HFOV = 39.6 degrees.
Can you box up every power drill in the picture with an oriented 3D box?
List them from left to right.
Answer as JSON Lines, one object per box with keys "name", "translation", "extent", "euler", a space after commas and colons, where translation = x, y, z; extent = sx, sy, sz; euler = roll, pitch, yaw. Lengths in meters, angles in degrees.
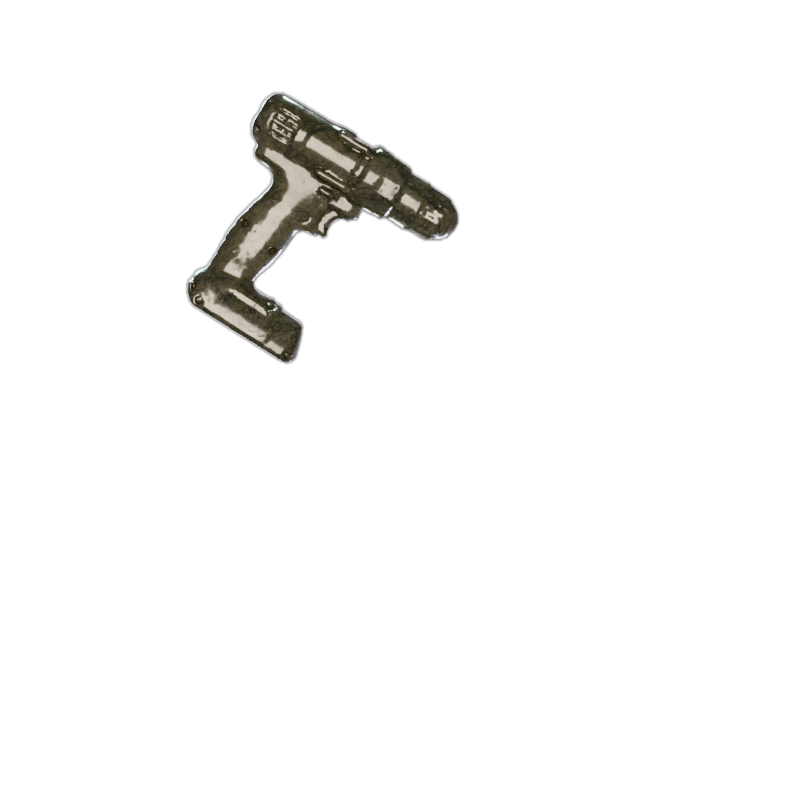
{"name": "power drill", "translation": [-0.070, -0.128, 0.894], "extent": [0.184, 0.187, 0.058], "euler": [32, 2, -2]}
